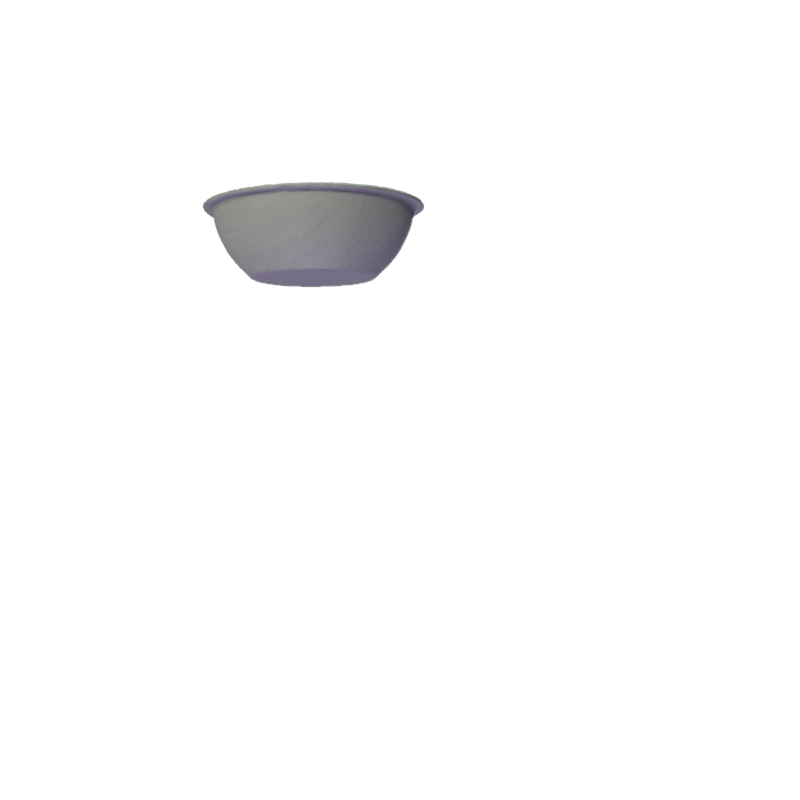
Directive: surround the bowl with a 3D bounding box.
[{"bbox_3d":[-0.063,-0.115,0.808,0.162,0.056,0.160,0,-3,-2],"label":"bowl"}]
